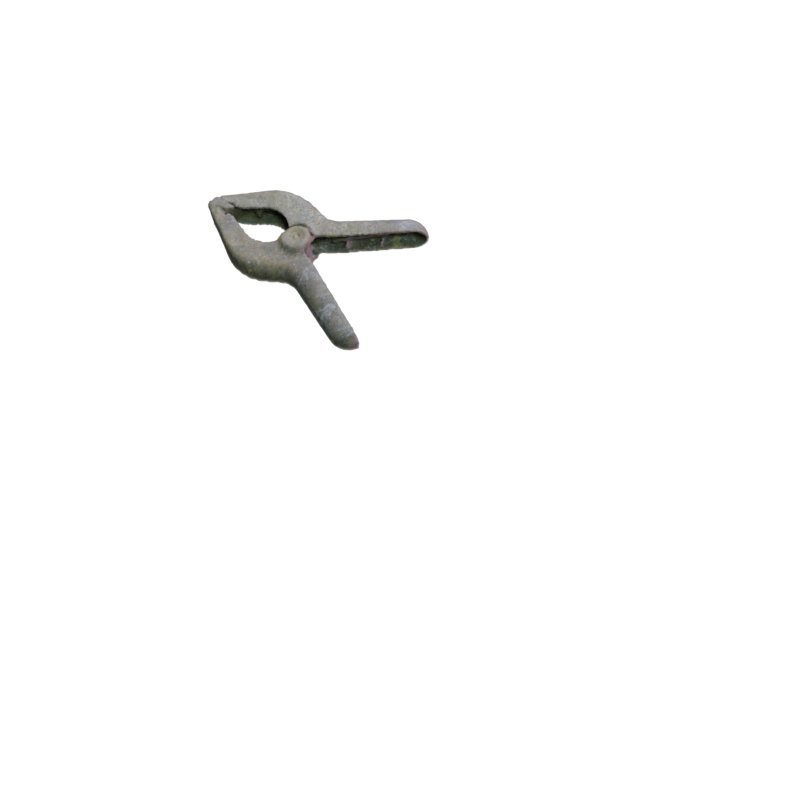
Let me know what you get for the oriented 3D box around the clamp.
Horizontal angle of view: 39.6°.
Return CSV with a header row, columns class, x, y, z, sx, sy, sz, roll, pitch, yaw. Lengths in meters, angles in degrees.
class,x,y,z,sx,sy,sz,roll,pitch,yaw
clamp,-0.067,-0.122,0.856,0.180,0.122,0.037,34,-29,22
